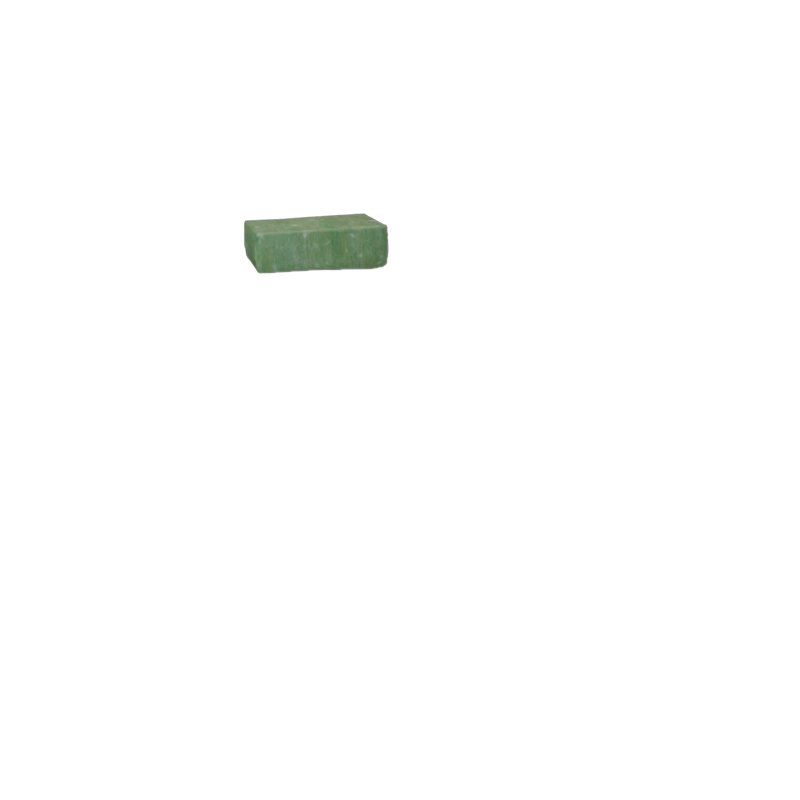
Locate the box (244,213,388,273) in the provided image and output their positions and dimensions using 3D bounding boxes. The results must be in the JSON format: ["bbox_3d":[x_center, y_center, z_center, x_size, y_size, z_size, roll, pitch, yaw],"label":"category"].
[{"bbox_3d":[-0.074,-0.136,0.950,0.112,0.038,0.094,-3,16,-11],"label":"box"}]
